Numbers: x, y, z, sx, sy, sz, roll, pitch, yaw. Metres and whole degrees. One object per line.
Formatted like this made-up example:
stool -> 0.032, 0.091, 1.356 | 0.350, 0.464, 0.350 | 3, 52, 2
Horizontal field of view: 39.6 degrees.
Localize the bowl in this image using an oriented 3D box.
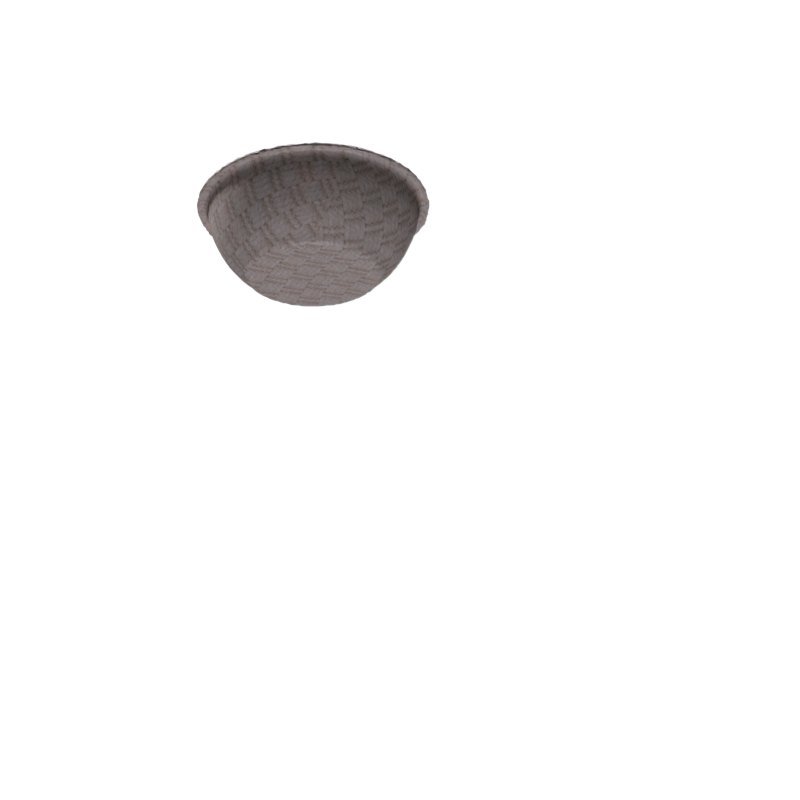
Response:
bowl -> -0.059, -0.108, 0.759 | 0.162, 0.058, 0.153 | 1, -24, -2
